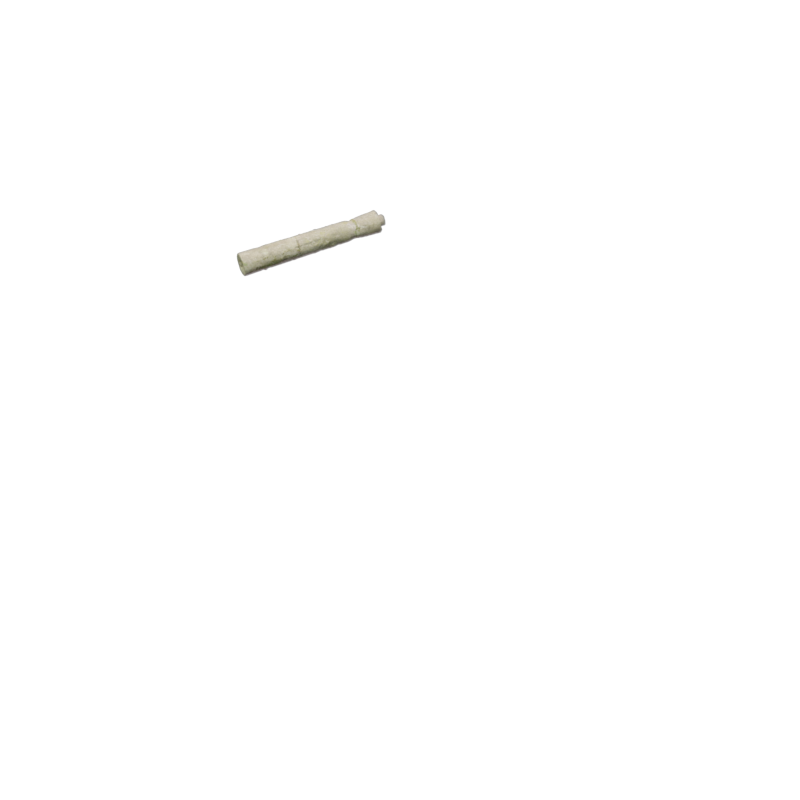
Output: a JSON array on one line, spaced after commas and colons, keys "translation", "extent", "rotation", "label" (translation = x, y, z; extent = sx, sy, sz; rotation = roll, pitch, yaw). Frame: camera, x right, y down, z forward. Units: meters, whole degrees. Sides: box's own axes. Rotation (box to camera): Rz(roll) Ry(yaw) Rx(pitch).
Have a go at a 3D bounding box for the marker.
[{"translation": [-0.068, -0.123, 0.863], "extent": [0.120, 0.019, 0.020], "rotation": [-20, 10, -15], "label": "marker"}]
